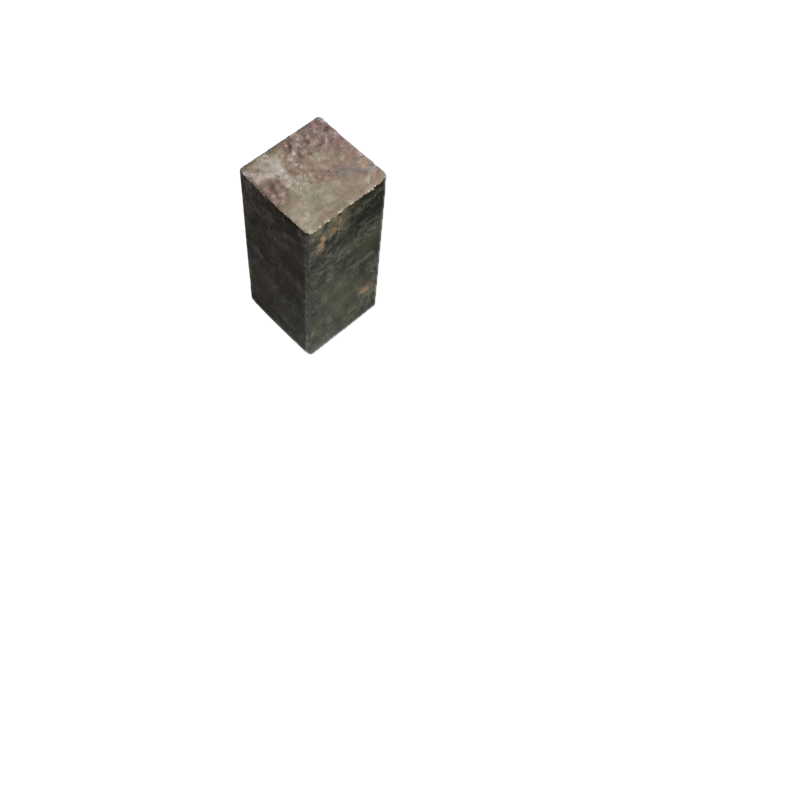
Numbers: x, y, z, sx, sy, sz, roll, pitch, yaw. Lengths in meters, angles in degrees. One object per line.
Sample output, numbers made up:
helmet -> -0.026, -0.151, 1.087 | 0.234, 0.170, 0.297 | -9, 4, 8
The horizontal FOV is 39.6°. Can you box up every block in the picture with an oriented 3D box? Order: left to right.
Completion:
block -> -0.078, -0.141, 0.994 | 0.091, 0.095, 0.194 | -38, -20, -21
